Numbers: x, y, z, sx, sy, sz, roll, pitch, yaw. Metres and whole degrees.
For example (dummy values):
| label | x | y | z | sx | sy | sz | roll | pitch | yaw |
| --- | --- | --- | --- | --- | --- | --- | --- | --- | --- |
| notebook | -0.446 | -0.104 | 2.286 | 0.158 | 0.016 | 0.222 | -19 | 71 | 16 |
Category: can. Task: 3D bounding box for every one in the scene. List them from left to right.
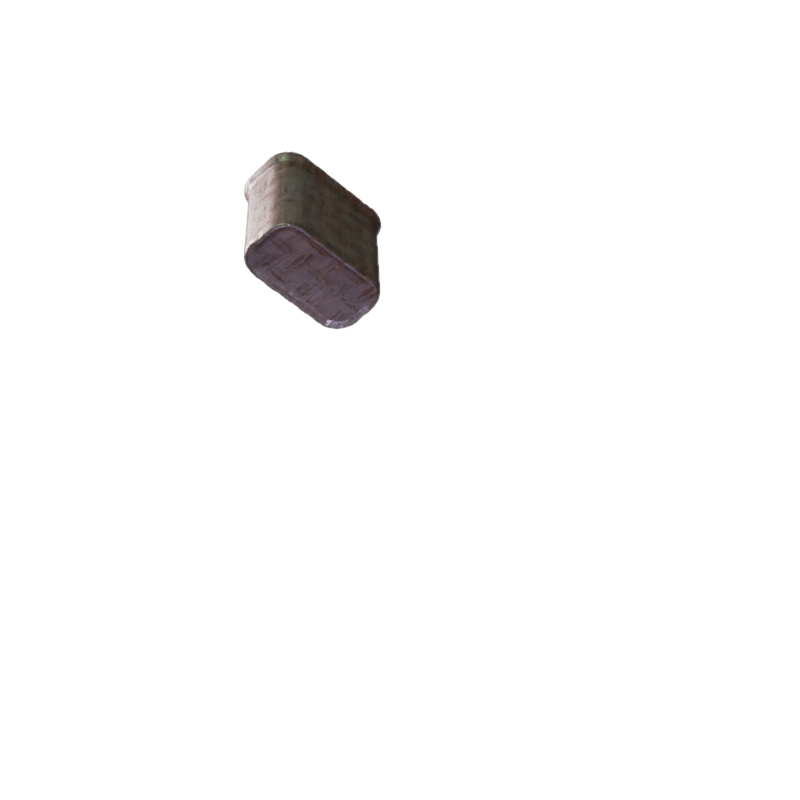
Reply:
| label | x | y | z | sx | sy | sz | roll | pitch | yaw |
| --- | --- | --- | --- | --- | --- | --- | --- | --- | --- |
| can | -0.060 | -0.109 | 0.763 | 0.096 | 0.090 | 0.057 | 35 | -59 | -27 |
